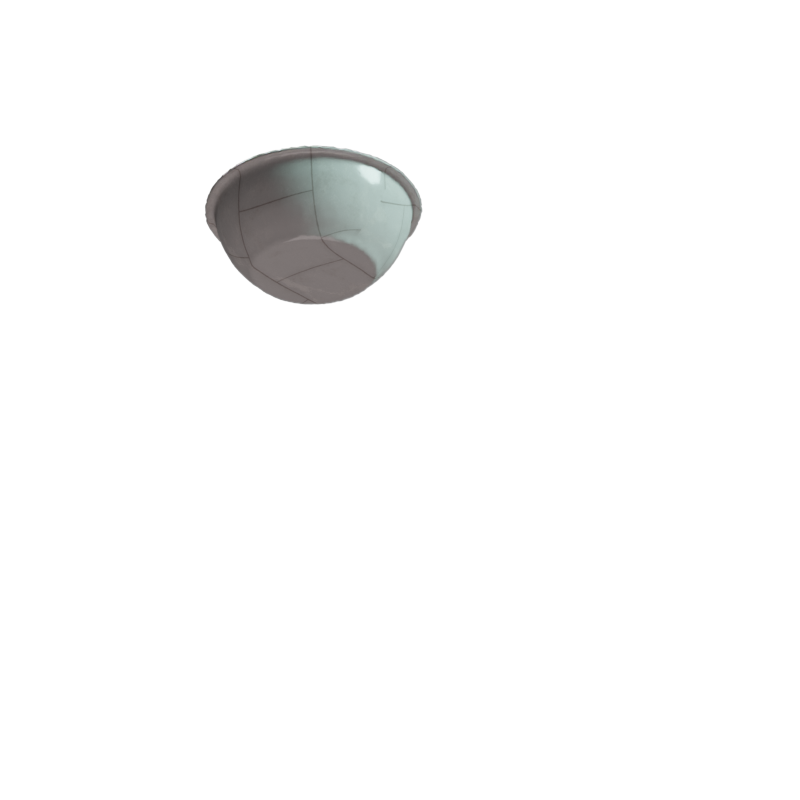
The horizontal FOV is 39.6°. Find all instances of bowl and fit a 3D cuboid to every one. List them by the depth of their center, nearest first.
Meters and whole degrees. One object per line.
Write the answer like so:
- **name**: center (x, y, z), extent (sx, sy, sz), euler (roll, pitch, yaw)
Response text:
- **bowl**: center (-0.064, -0.116, 0.814), extent (0.162, 0.059, 0.152), euler (1, -28, -2)
